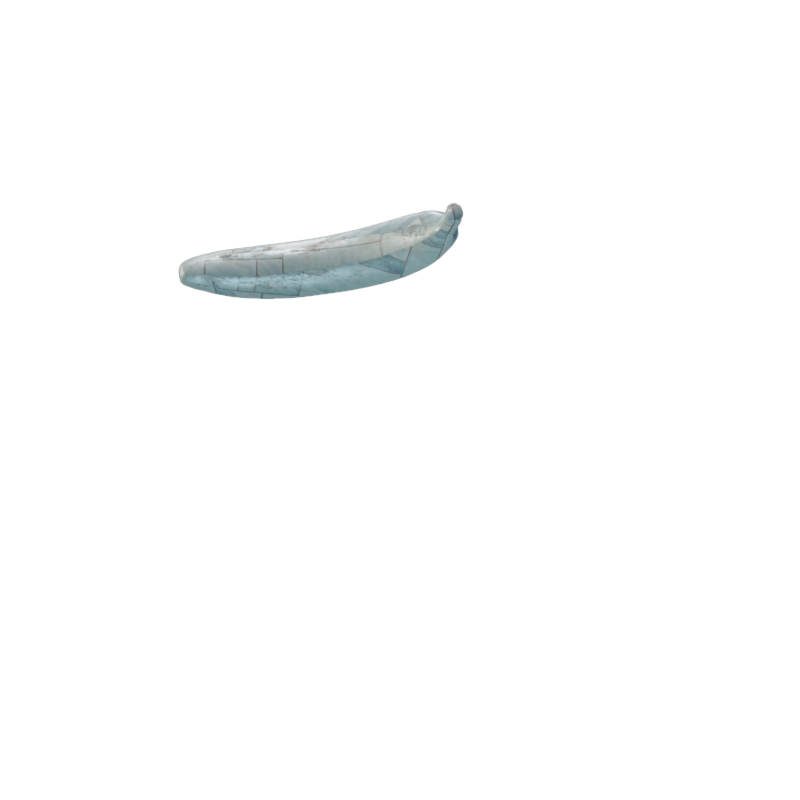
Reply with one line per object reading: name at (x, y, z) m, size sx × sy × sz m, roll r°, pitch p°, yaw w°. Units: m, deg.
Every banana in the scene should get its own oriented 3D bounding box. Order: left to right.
banana at (-0.044, -0.094, 0.711) m, size 0.201 × 0.039 × 0.065 m, roll -11°, pitch -26°, yaw 23°
